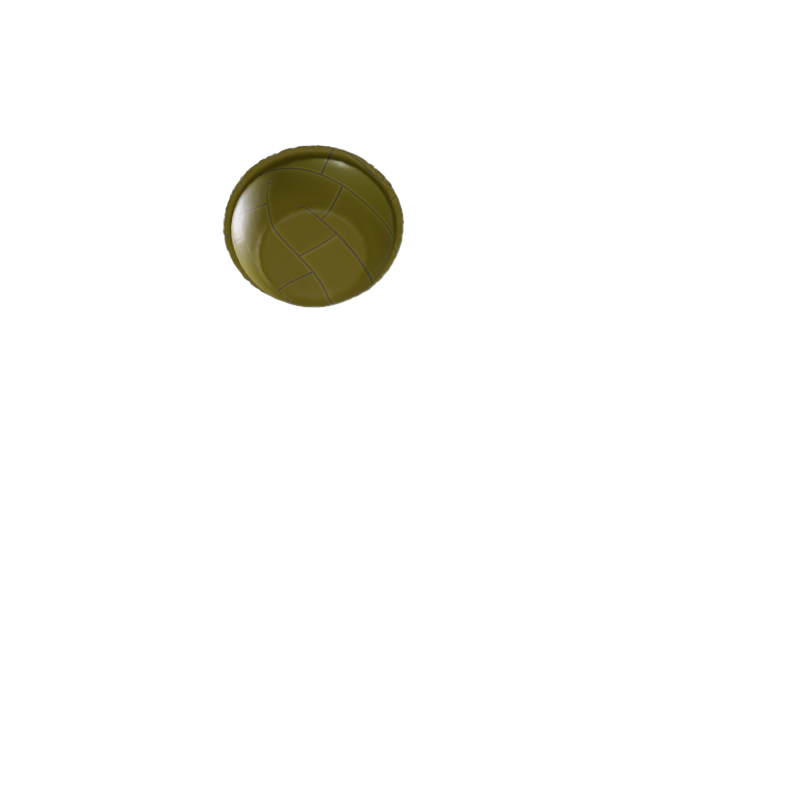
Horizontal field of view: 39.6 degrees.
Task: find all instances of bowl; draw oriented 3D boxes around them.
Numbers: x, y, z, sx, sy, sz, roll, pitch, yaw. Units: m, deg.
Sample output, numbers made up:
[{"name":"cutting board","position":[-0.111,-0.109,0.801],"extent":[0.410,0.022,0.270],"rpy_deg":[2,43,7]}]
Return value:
[{"name":"bowl","position":[-0.076,-0.138,0.969],"extent":[0.162,0.153,0.058],"rpy_deg":[1,30,-1]}]
